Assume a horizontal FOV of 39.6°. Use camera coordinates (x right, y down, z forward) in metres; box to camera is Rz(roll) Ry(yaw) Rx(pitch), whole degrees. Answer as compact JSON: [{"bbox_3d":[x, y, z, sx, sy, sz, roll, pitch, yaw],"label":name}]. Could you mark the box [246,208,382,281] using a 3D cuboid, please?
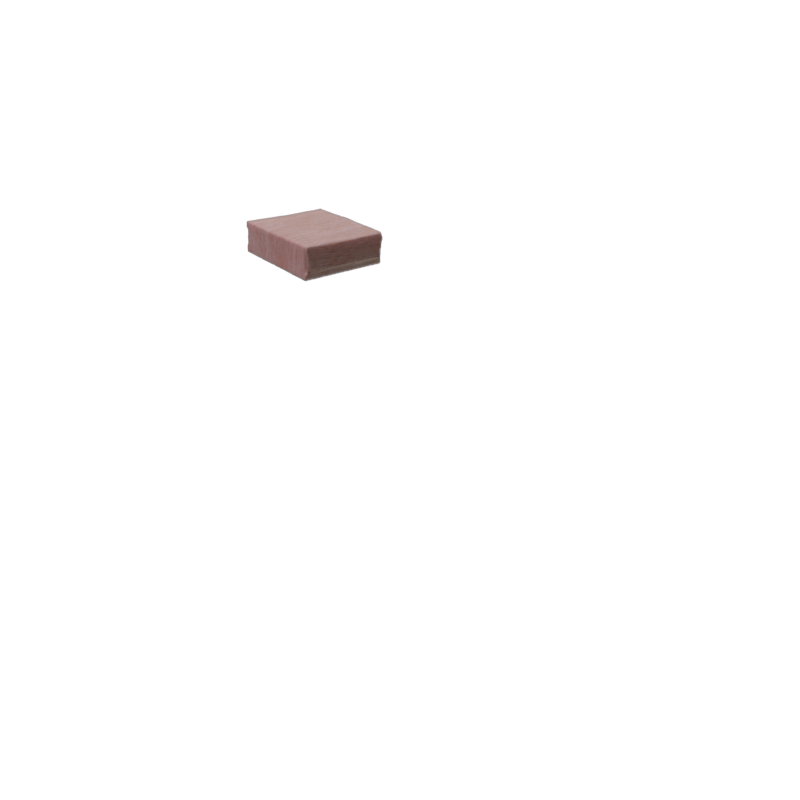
[{"bbox_3d":[-0.069,-0.126,0.884,0.072,0.029,0.095,-16,28,-32],"label":"box"}]
